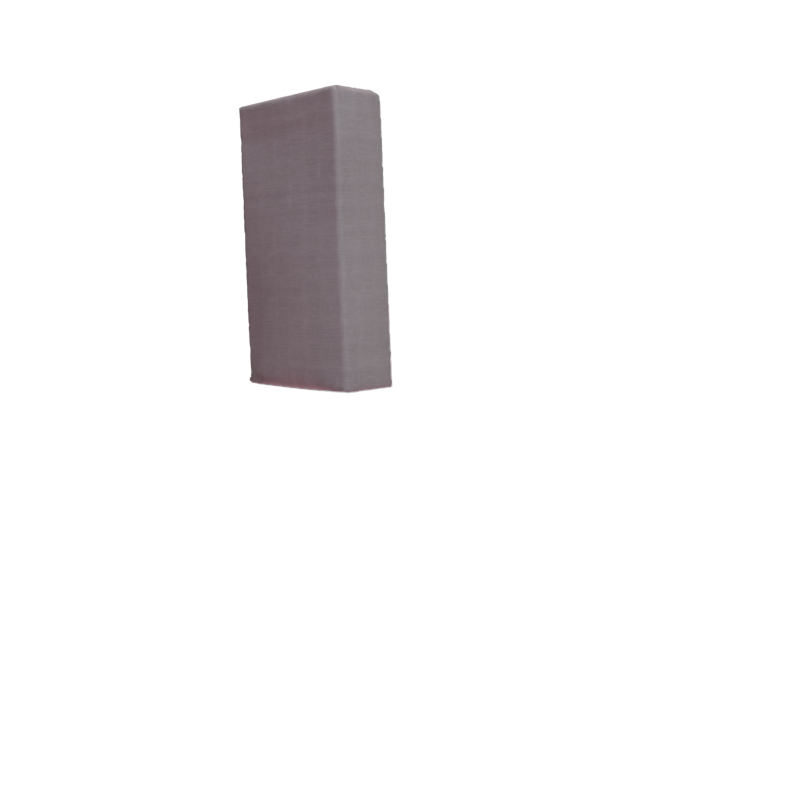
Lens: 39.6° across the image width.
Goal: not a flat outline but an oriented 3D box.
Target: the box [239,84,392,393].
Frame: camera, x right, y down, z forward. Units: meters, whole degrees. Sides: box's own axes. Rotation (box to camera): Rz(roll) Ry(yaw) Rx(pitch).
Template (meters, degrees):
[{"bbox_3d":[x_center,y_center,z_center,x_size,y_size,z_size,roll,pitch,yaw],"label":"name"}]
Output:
[{"bbox_3d":[-0.052,-0.096,0.673,0.046,0.177,0.097,2,-3,-44],"label":"box"}]
